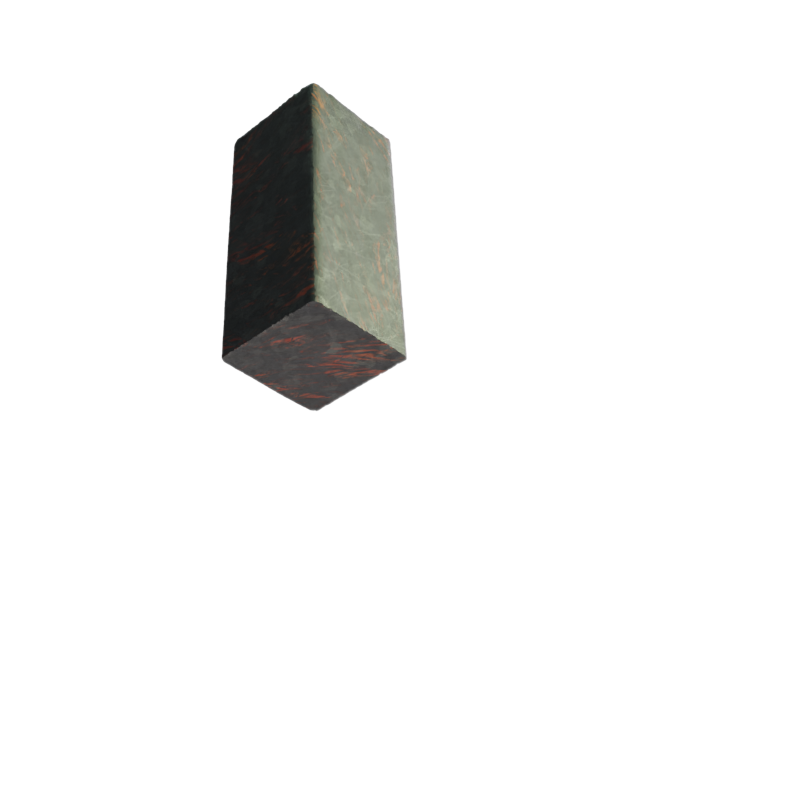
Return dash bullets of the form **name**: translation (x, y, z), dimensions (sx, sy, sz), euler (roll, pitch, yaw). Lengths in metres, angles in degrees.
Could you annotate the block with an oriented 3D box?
- **block**: translation (-0.062, -0.113, 0.787), dimensions (0.090, 0.221, 0.084), euler (-32, -47, 31)
